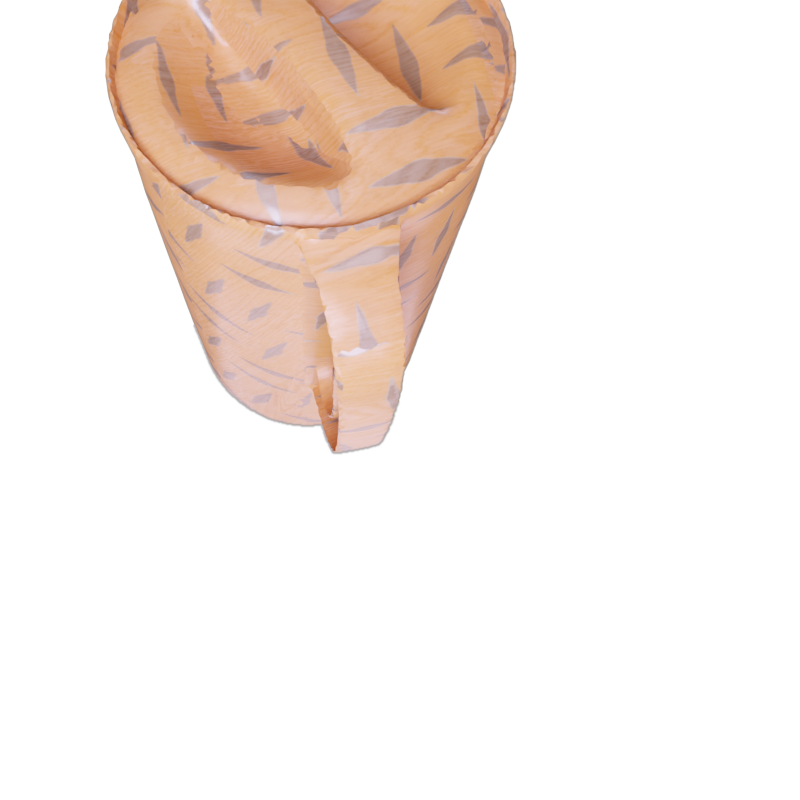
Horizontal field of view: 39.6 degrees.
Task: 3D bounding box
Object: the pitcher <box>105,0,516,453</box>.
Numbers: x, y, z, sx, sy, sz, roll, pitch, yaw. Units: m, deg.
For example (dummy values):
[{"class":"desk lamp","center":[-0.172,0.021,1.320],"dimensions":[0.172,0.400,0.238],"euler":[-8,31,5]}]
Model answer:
[{"class":"pitcher","center":[-0.036,-0.065,0.455],"dimensions":[0.149,0.153,0.231],"euler":[31,-21,9]}]
